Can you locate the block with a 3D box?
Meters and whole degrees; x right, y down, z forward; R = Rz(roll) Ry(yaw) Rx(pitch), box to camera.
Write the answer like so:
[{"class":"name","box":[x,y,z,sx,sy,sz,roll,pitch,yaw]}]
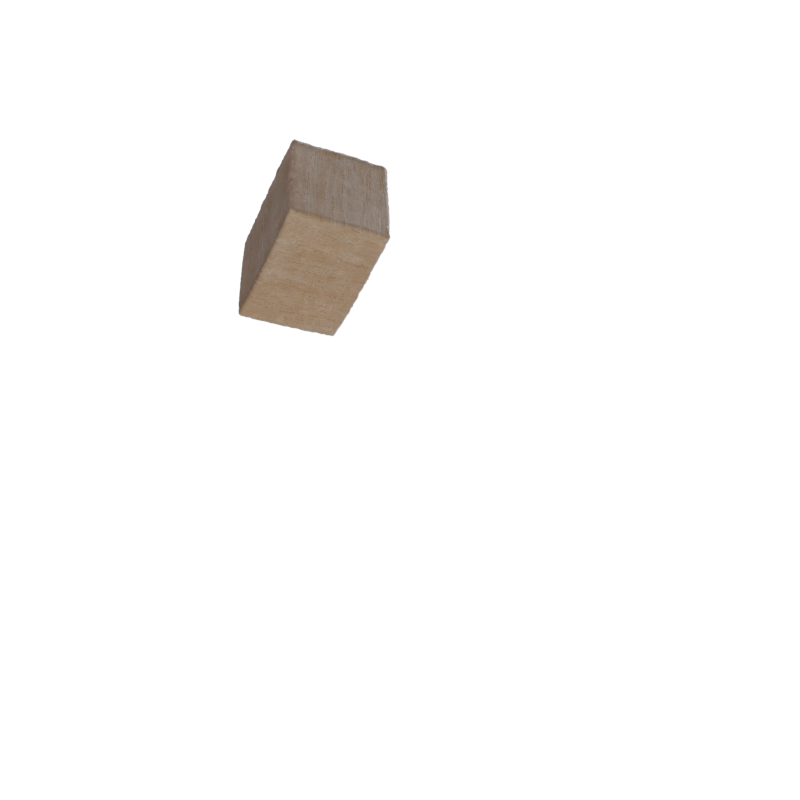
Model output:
[{"class":"block","box":[-0.043,-0.079,0.553,0.051,0.055,0.075,15,-45,-18]}]
